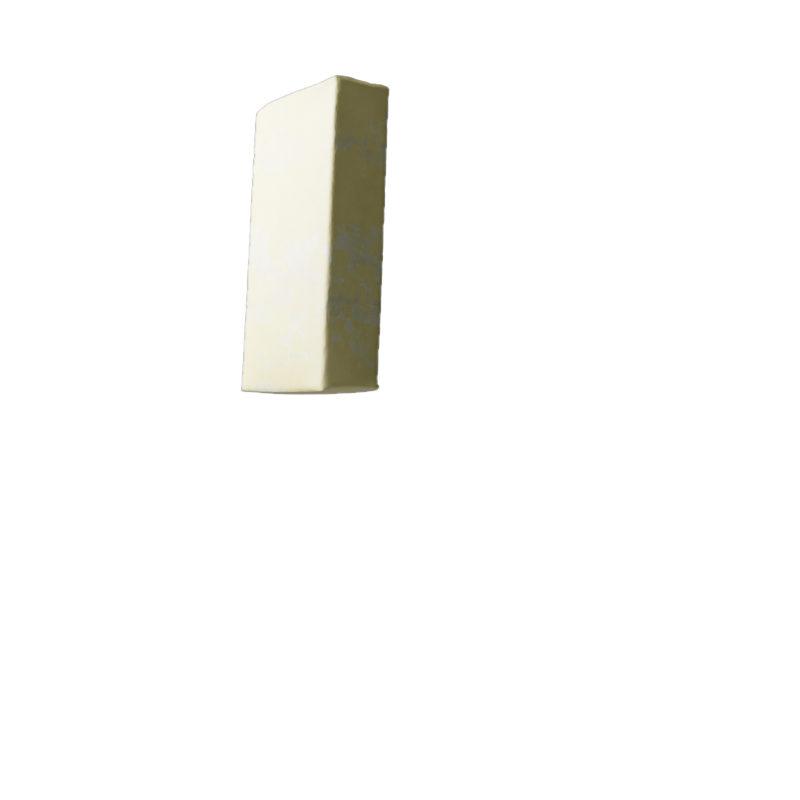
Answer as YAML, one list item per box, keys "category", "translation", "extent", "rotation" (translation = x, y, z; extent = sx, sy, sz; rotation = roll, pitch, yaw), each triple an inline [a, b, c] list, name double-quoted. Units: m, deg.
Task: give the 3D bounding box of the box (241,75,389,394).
- category: "box"
  translation: [-0.051, -0.092, 0.647]
  extent: [0.046, 0.180, 0.096]
  rotation: [5, -9, -36]
